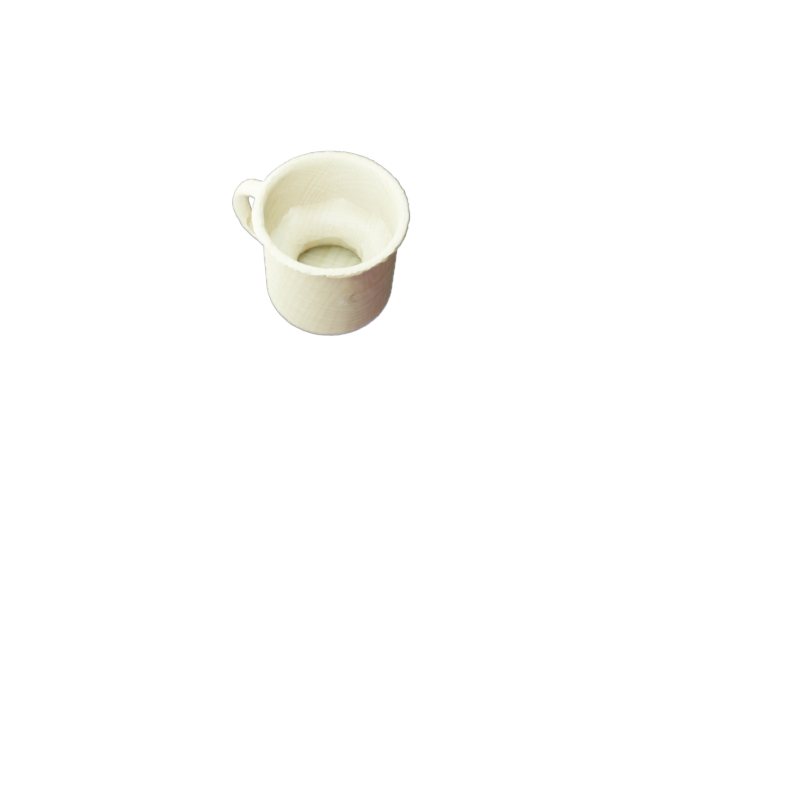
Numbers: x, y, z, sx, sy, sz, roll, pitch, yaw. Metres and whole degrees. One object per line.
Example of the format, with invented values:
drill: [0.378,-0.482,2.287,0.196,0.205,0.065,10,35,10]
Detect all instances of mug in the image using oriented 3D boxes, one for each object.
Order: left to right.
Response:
mug: [-0.054,-0.098,0.686,0.121,0.096,0.076,26,-29,14]
